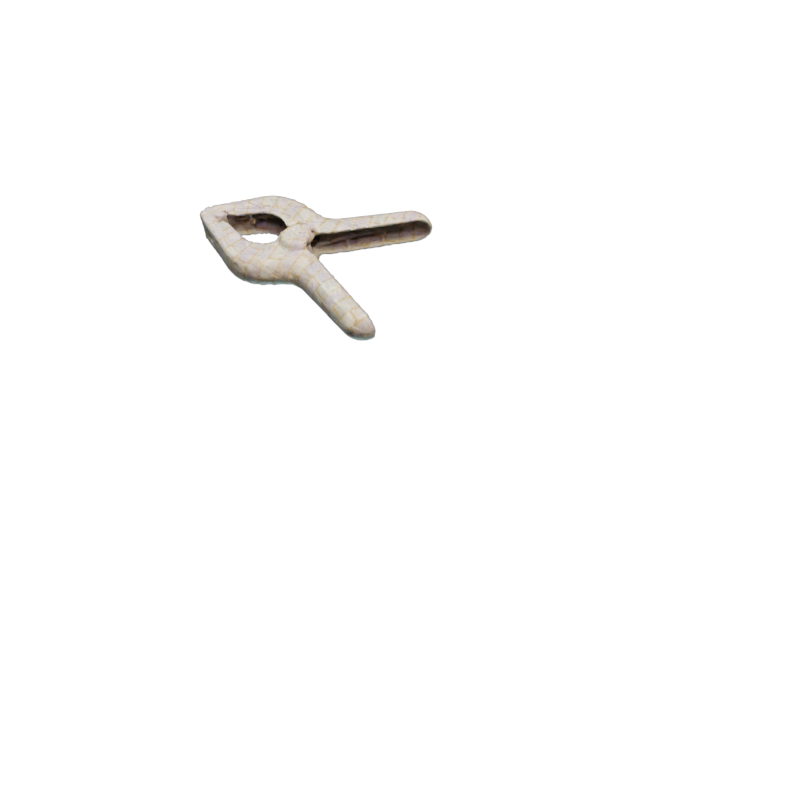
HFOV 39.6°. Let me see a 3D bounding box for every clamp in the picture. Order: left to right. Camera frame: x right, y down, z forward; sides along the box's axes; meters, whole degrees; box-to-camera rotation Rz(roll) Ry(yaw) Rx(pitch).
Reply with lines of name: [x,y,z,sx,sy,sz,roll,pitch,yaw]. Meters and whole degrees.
clamp: [-0.065,-0.118,0.825,0.180,0.036,0.123,26,52,22]
